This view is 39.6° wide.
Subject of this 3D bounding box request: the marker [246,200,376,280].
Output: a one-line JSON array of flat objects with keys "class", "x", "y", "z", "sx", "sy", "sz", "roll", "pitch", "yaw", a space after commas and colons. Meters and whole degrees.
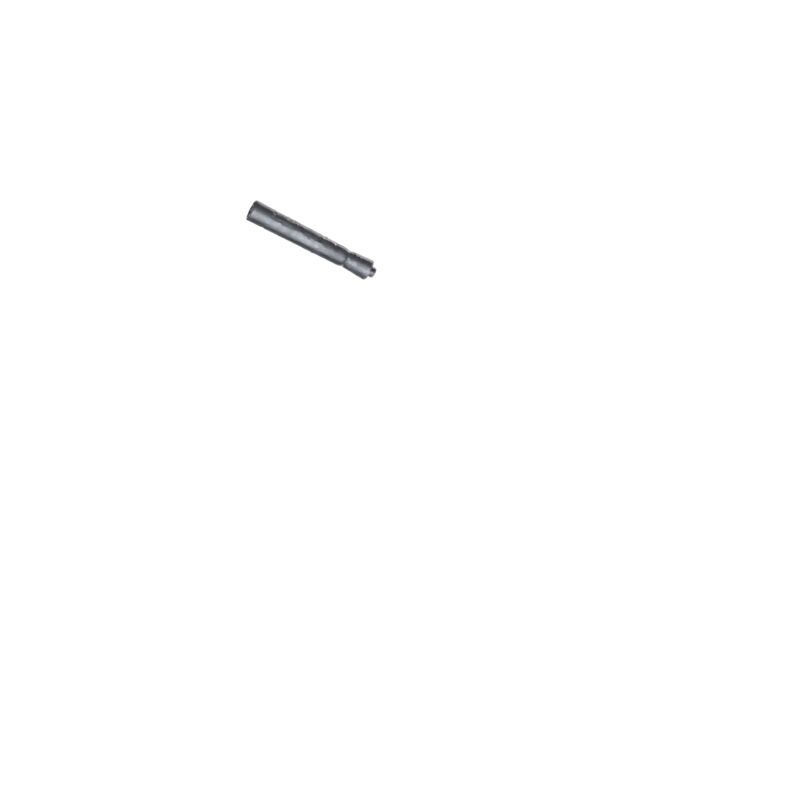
[{"class": "marker", "x": -0.074, "y": -0.135, "z": 0.946, "sx": 0.118, "sy": 0.020, "sz": 0.020, "roll": 26, "pitch": -3, "yaw": -12}]
